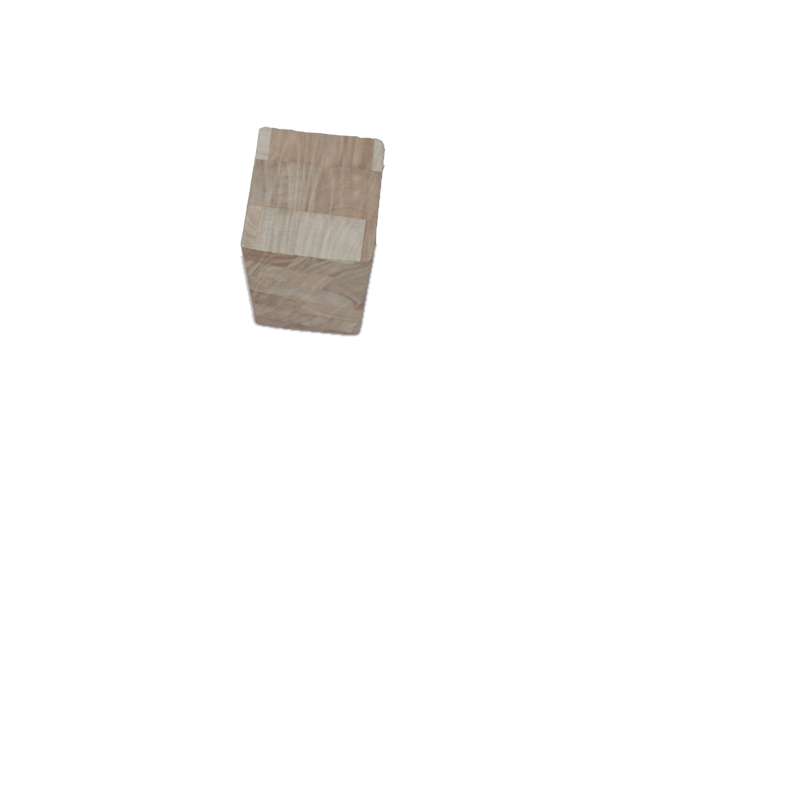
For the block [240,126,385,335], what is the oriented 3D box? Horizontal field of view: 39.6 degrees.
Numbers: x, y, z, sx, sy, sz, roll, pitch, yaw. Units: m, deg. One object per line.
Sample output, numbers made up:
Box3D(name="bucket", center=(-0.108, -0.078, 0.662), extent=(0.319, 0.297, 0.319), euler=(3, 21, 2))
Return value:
Box3D(name="block", center=(-0.065, -0.119, 0.838), extent=(0.090, 0.094, 0.199), euler=(7, -13, -2))
